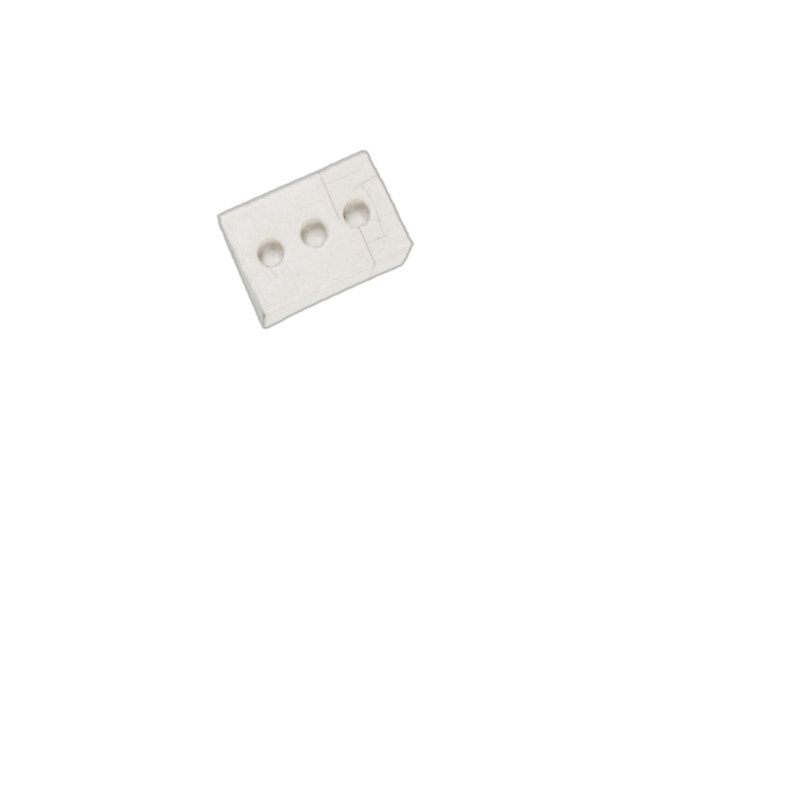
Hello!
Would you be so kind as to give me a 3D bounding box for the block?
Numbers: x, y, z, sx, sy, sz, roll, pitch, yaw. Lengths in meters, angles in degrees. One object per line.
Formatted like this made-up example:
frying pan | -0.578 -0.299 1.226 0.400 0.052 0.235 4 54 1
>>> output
block | -0.042 -0.076 0.532 0.078 0.054 0.050 -26 -5 -5
